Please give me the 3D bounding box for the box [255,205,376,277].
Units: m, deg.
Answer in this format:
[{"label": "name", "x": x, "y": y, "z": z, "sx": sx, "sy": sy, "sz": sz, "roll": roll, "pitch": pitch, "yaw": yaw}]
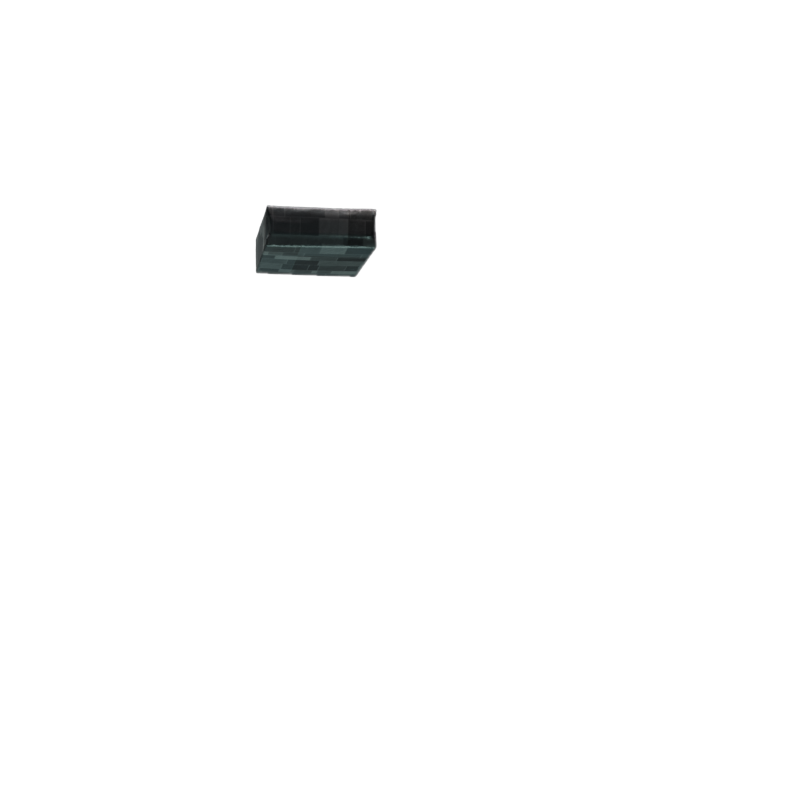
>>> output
[{"label": "box", "x": -0.059, "y": -0.107, "z": 0.751, "sx": 0.072, "sy": 0.031, "sz": 0.088, "roll": 1, "pitch": -8, "yaw": -9}]
